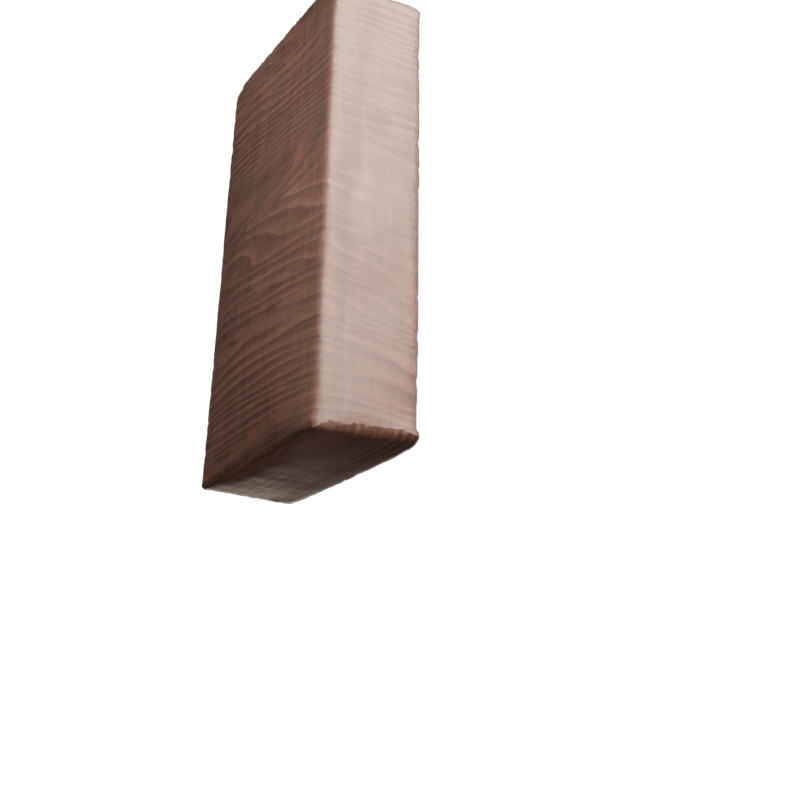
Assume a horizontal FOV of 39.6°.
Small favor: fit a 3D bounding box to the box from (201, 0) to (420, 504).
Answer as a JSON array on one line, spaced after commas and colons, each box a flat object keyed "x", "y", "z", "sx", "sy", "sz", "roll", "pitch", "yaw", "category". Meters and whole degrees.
[{"x": -0.033, "y": -0.060, "z": 0.417, "sx": 0.046, "sy": 0.186, "sz": 0.092, "roll": 13, "pitch": -28, "yaw": -29, "category": "box"}]
